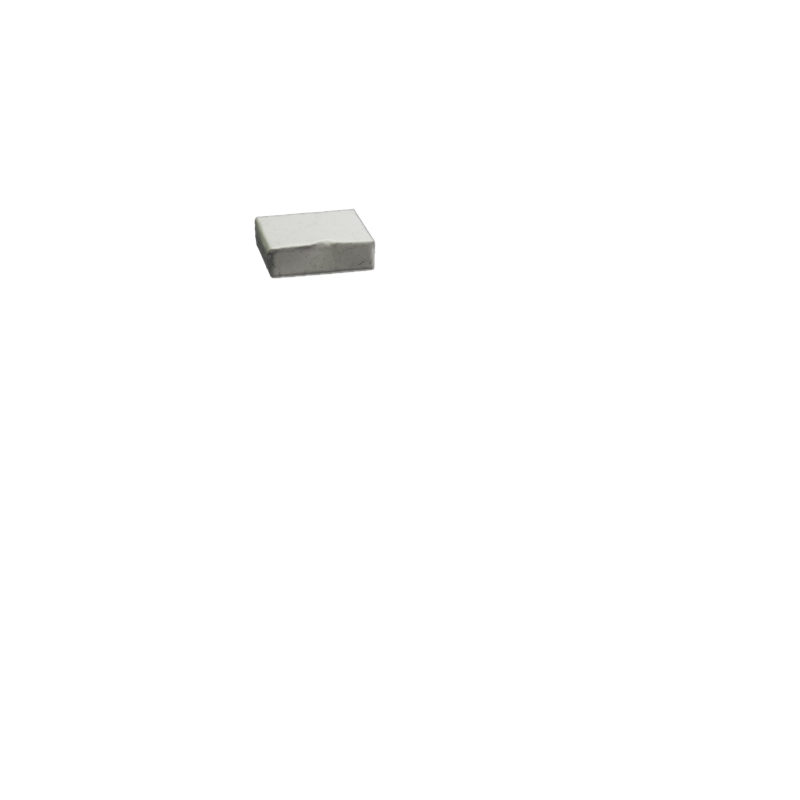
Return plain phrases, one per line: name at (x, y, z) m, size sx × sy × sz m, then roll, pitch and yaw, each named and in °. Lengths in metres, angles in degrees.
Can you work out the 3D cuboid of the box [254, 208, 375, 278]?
box at (-0.072, -0.131, 0.919) m, size 0.088 × 0.029 × 0.078 m, roll -6°, pitch 29°, yaw -11°
